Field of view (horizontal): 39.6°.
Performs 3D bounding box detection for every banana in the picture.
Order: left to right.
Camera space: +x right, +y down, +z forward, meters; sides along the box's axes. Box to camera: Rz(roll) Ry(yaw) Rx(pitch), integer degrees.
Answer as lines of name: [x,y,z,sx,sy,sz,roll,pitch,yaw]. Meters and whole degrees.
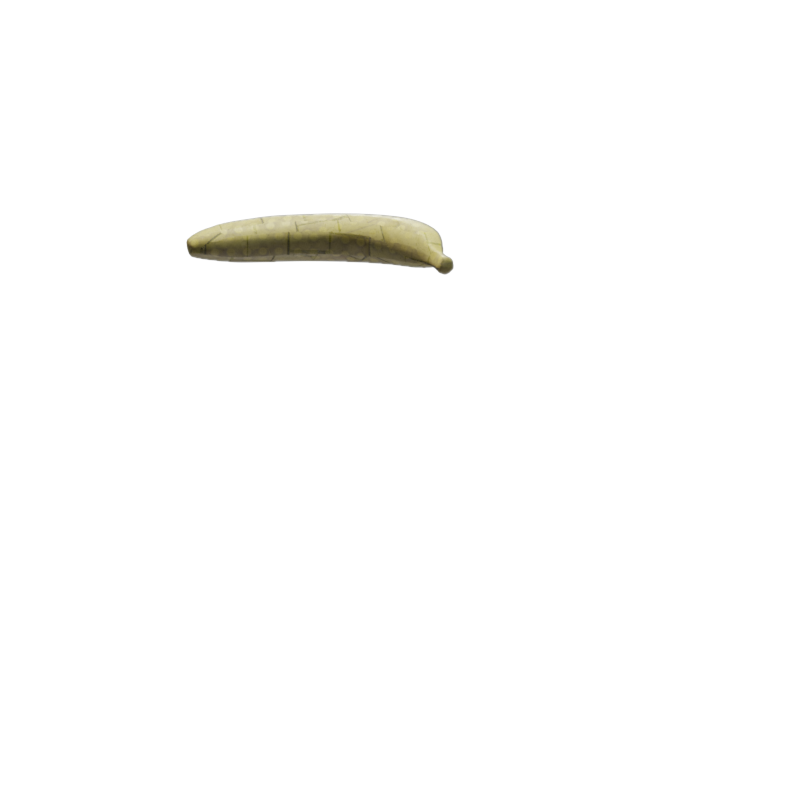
banana: [-0.053,-0.116,0.803,0.203,0.036,0.069,4,12,17]
